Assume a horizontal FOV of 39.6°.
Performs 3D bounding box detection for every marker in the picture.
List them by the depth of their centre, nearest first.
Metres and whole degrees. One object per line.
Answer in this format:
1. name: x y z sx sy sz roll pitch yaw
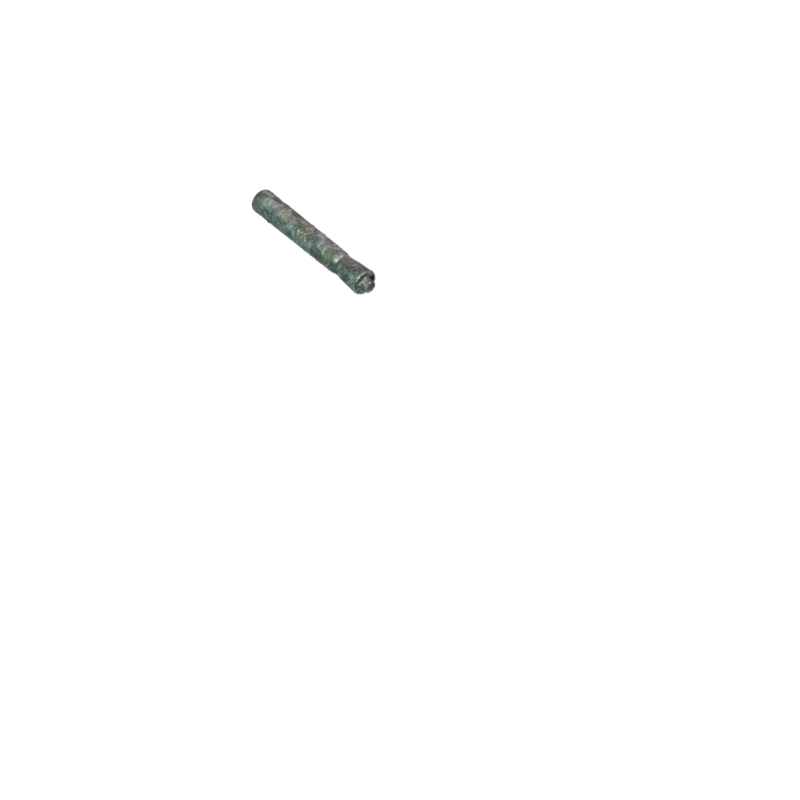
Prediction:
1. marker: -0.060 -0.110 0.769 0.019 0.019 0.130 -3 35 -47
